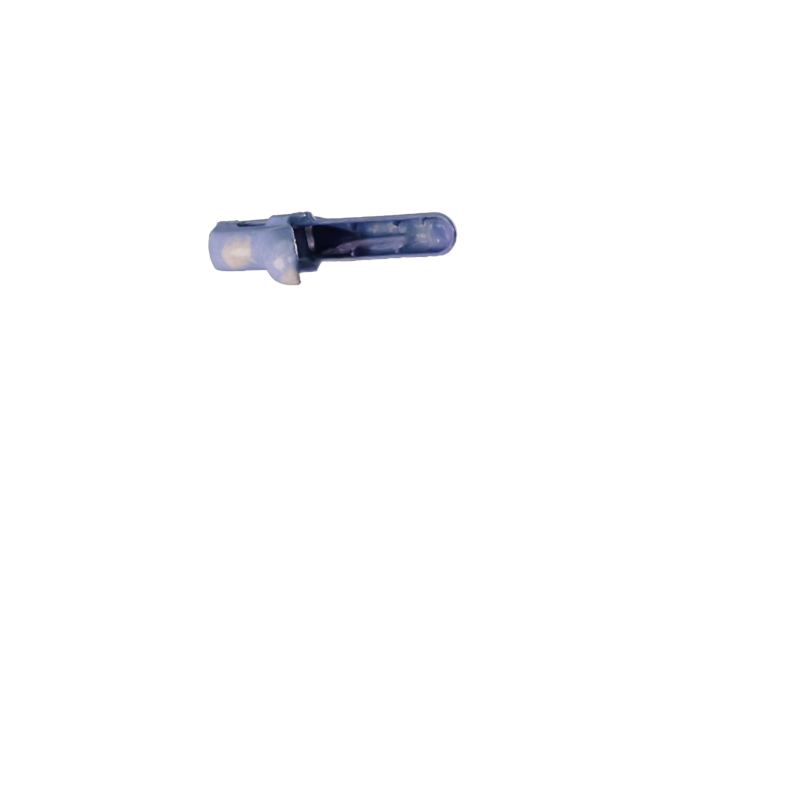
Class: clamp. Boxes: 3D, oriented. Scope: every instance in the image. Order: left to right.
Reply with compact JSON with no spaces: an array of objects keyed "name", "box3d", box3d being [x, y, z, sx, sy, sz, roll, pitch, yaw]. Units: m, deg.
[{"name":"clamp","box3d":[-0.051,-0.094,0.657,0.117,0.038,0.180,-7,15,-28]}]
